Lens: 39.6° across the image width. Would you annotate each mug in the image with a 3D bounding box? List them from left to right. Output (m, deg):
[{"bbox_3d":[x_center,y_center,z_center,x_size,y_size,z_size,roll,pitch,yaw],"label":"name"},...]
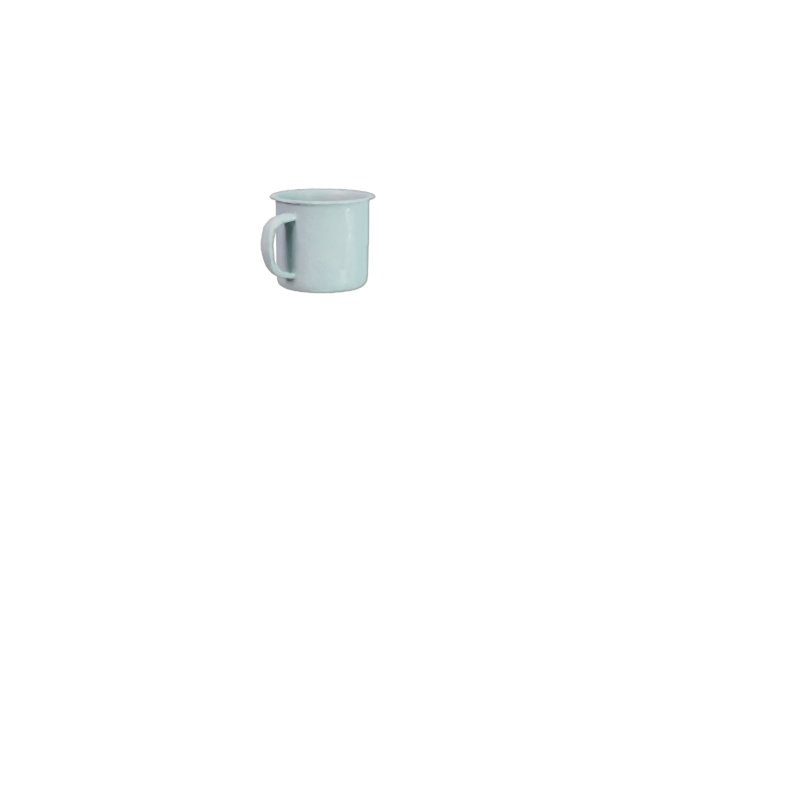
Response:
[{"bbox_3d":[-0.076,-0.139,0.972,0.098,0.079,0.115,12,19,38],"label":"mug"}]
